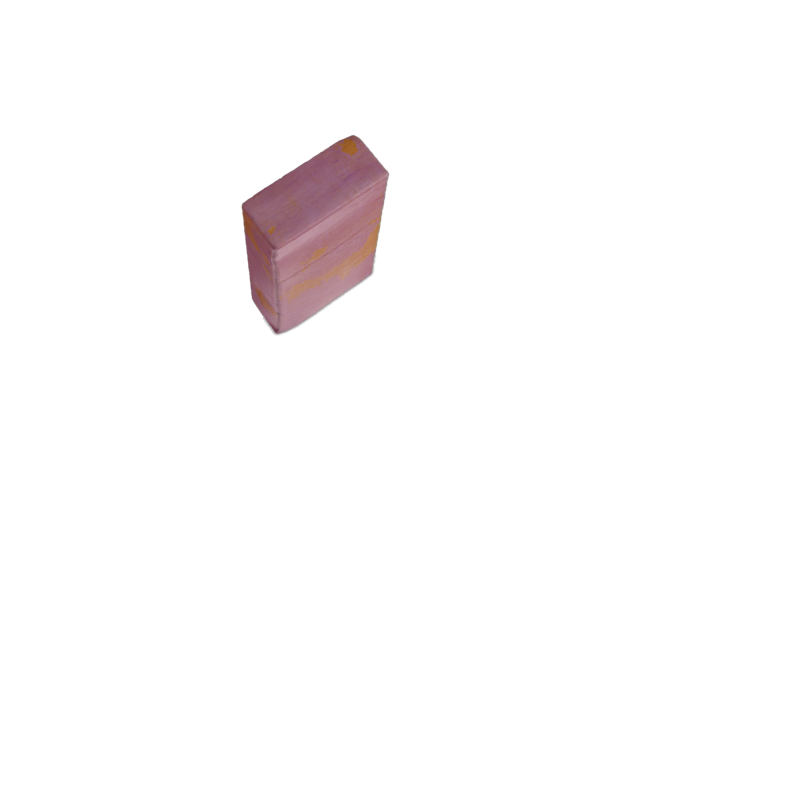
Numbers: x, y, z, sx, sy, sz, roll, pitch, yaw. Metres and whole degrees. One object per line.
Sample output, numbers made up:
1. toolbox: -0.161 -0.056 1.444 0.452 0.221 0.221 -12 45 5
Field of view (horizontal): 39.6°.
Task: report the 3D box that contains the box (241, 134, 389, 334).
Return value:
1. box: -0.061 -0.112 0.781 0.094 0.050 0.168 -35 -13 -14
